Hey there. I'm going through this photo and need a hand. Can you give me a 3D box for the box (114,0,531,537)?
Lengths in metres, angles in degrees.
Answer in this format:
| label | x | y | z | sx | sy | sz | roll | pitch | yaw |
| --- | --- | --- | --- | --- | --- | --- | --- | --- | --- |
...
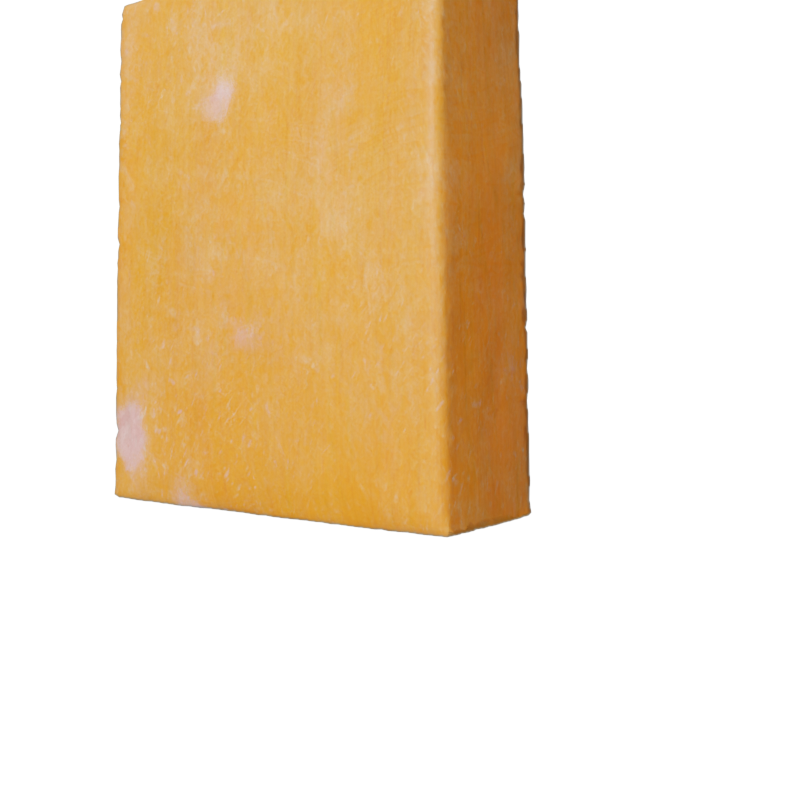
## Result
| label | x | y | z | sx | sy | sz | roll | pitch | yaw |
| --- | --- | --- | --- | --- | --- | --- | --- | --- | --- |
| box | -0.035 | -0.064 | 0.448 | 0.170 | 0.217 | 0.069 | -2 | -5 | 36 |
